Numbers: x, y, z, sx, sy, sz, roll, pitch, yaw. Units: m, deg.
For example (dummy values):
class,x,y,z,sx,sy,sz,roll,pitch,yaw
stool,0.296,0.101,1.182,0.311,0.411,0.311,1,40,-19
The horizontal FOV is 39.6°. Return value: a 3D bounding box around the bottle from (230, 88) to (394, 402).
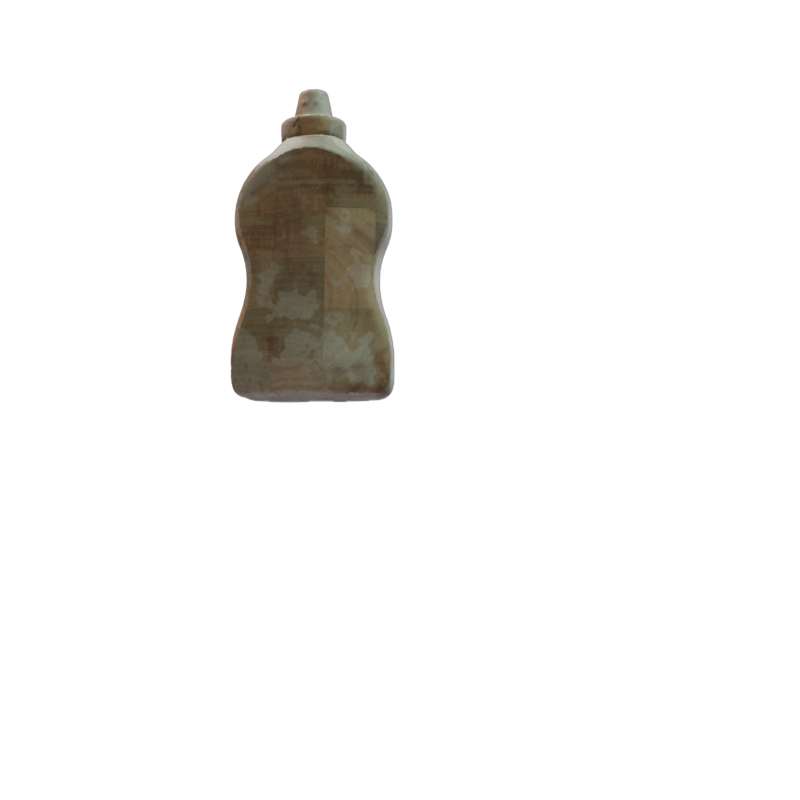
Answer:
class,x,y,z,sx,sy,sz,roll,pitch,yaw
bottle,-0.053,-0.096,0.676,0.097,0.197,0.056,-2,-11,8
